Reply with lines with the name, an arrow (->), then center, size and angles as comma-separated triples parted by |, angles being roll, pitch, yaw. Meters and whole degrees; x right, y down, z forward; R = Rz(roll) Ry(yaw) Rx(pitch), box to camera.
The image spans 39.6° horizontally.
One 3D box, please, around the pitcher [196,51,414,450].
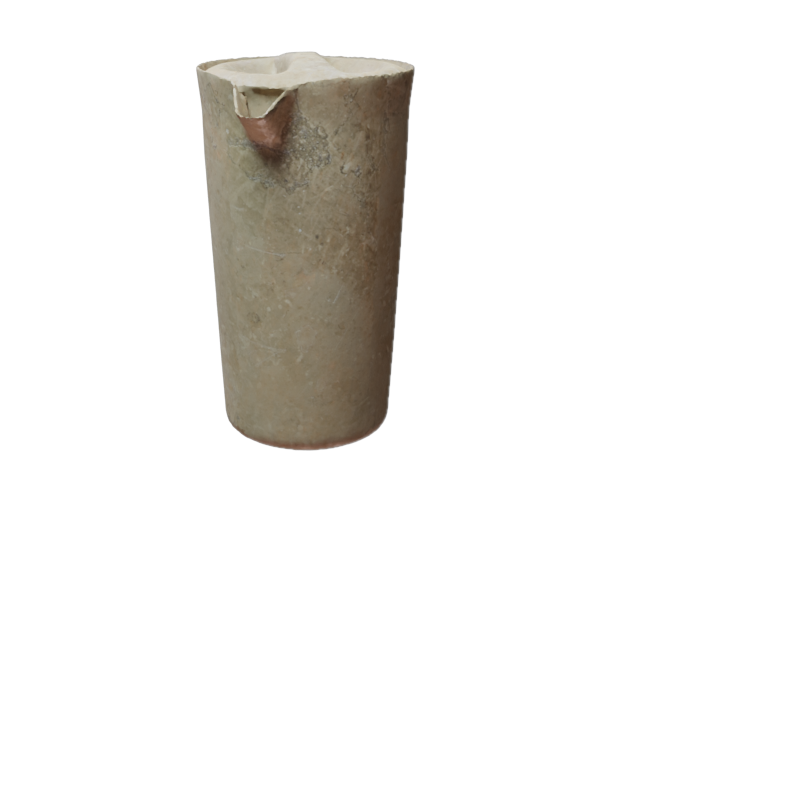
pitcher -> -0.056, -0.102, 0.716 | 0.146, 0.234, 0.154 | -8, 20, -26
